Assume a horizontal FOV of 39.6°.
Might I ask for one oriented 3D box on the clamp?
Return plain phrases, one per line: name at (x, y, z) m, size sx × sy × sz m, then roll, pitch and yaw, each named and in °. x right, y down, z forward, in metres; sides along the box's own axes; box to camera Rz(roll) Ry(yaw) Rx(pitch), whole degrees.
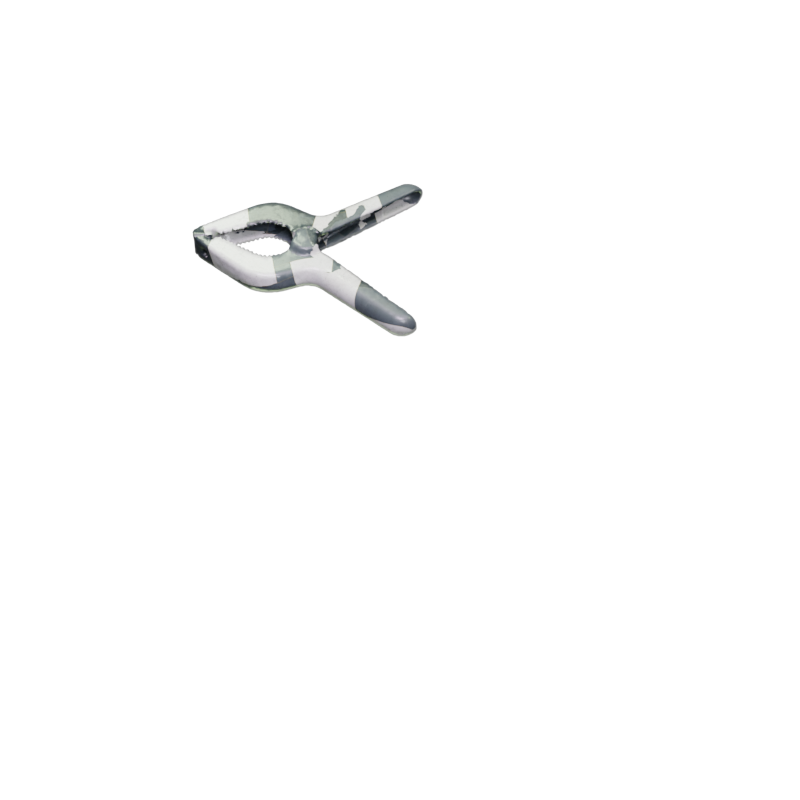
clamp at (-0.078, -0.142, 0.992) m, size 0.213 × 0.174 × 0.034 m, roll 9°, pitch -37°, yaw 7°
